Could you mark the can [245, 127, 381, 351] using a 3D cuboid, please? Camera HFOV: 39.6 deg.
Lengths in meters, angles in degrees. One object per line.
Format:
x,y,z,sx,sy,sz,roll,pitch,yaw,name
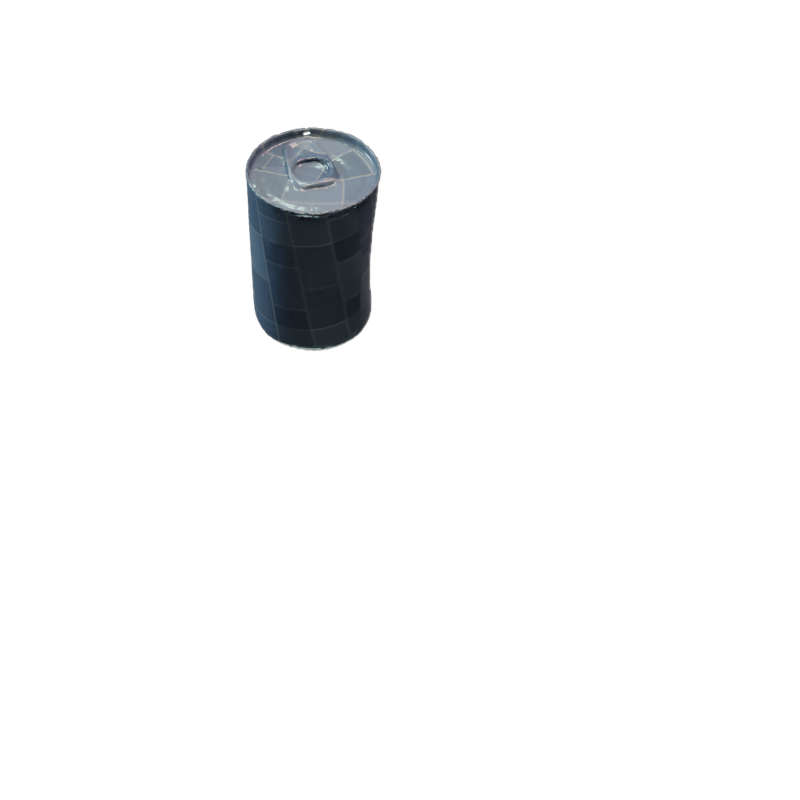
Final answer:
-0.046,-0.084,0.588,0.068,0.074,0.095,0,-43,-3,can
